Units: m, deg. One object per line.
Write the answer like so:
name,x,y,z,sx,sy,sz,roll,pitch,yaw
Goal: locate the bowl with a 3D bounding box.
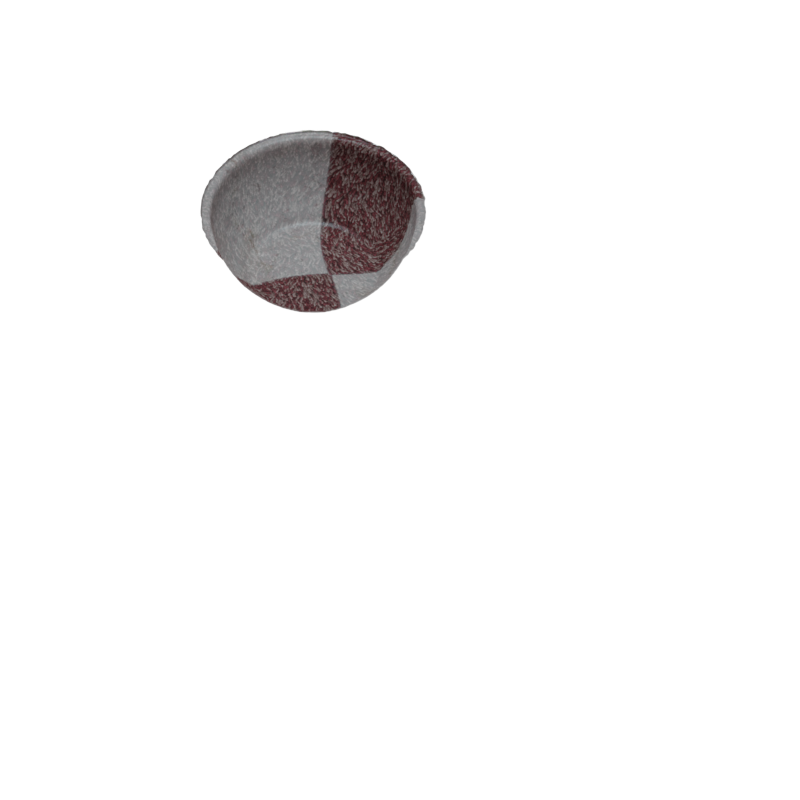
bowl,-0.061,-0.111,0.779,0.162,0.059,0.151,1,-40,-1
